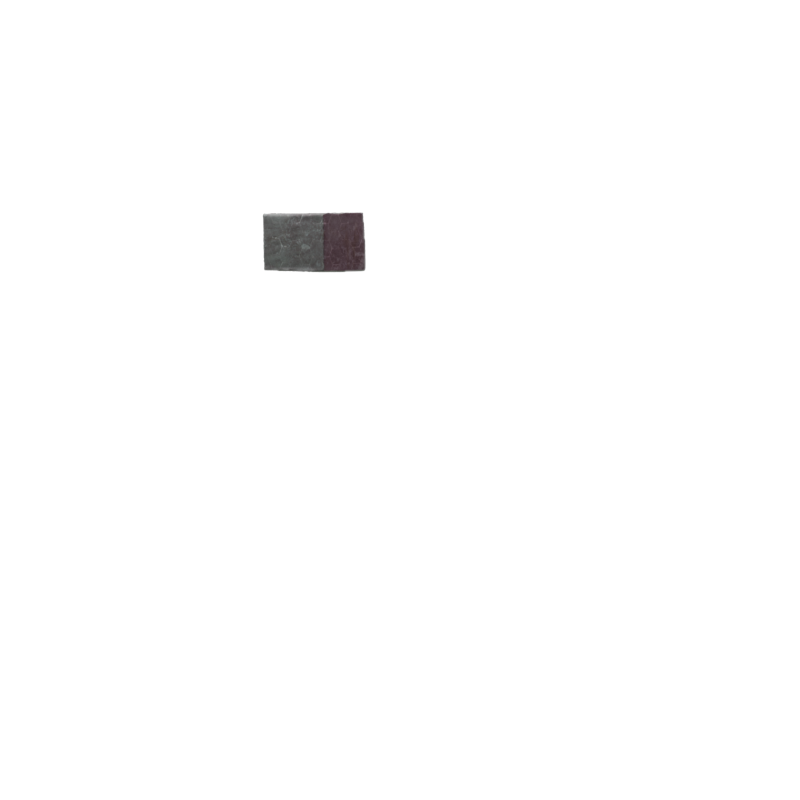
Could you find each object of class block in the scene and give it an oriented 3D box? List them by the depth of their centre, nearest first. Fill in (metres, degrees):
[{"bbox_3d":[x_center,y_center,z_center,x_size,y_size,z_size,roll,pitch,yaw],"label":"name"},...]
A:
[{"bbox_3d":[-0.076,-0.138,0.970,0.081,0.051,0.051,6,7,41],"label":"block"}]
